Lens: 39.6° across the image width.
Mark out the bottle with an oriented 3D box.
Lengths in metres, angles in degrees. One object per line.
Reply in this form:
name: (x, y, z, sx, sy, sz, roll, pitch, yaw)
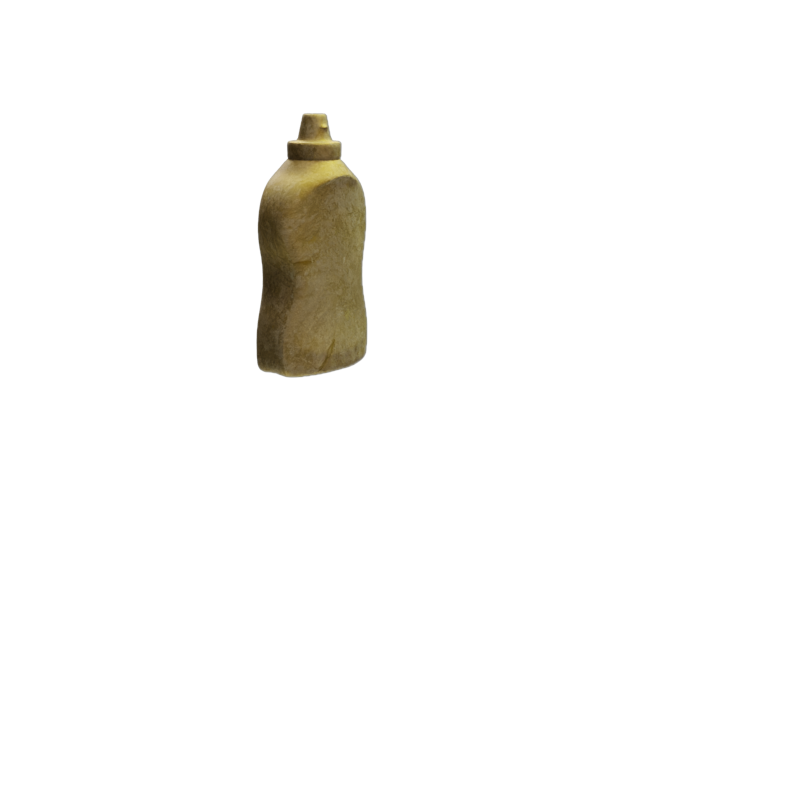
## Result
bottle: (-0.065, -0.119, 0.833, 0.061, 0.188, 0.093, 8, 12, 42)
